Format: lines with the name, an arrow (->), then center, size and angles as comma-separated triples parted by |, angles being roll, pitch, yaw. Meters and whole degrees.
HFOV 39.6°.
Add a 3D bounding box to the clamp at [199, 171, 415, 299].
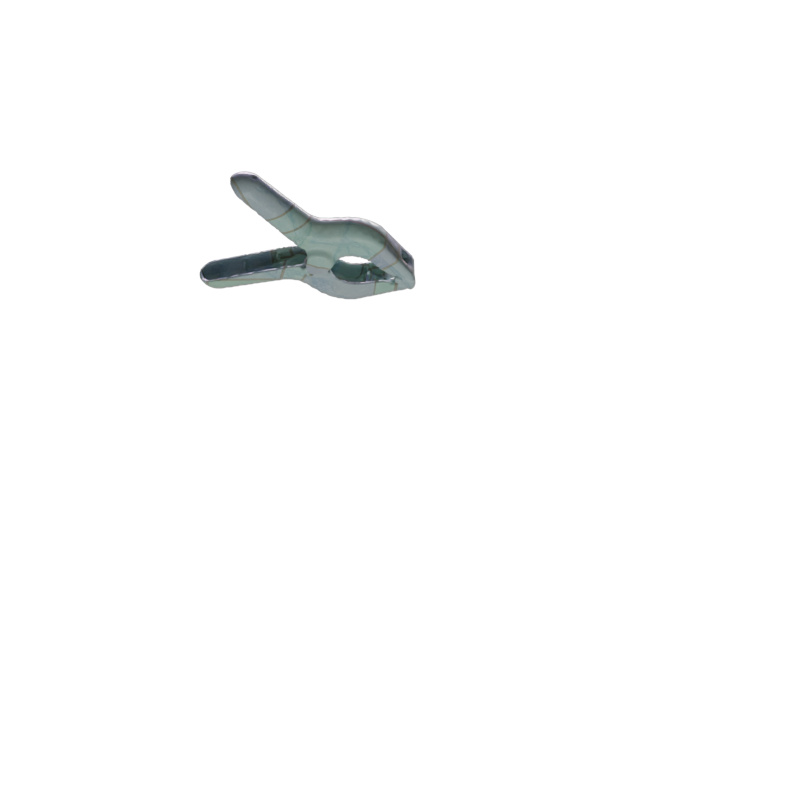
clamp -> -0.068, -0.124, 0.866 | 0.170, 0.042, 0.113 | 5, -34, -7
